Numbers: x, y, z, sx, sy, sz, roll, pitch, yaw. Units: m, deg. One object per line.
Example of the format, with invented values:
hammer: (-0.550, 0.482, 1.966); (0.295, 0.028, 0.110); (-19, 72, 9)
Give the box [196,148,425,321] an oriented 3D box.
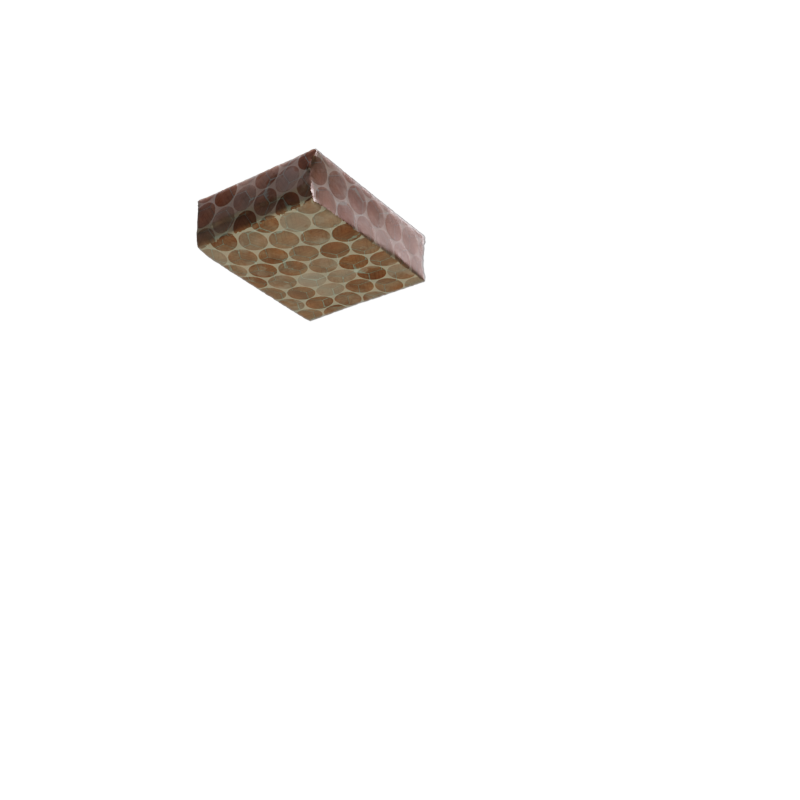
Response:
box: (-0.051, -0.094, 0.656); (0.091, 0.041, 0.106); (-18, -31, 32)
